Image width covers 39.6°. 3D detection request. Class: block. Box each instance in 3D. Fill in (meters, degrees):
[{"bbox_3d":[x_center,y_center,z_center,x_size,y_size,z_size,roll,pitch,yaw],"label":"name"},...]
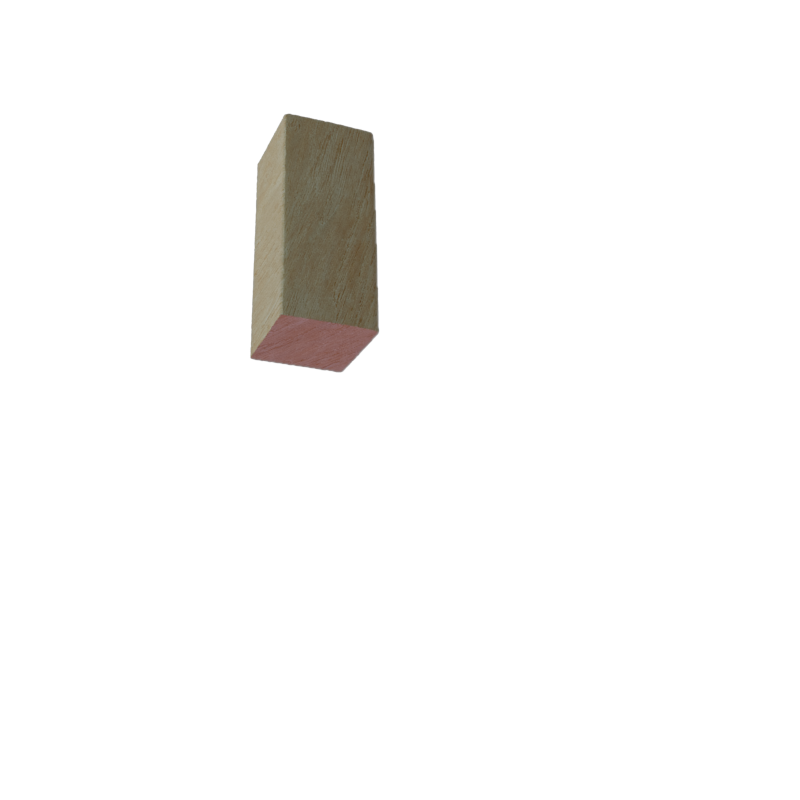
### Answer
[{"bbox_3d":[-0.077,-0.142,0.996,0.087,0.219,0.088,10,-31,-20],"label":"block"}]
